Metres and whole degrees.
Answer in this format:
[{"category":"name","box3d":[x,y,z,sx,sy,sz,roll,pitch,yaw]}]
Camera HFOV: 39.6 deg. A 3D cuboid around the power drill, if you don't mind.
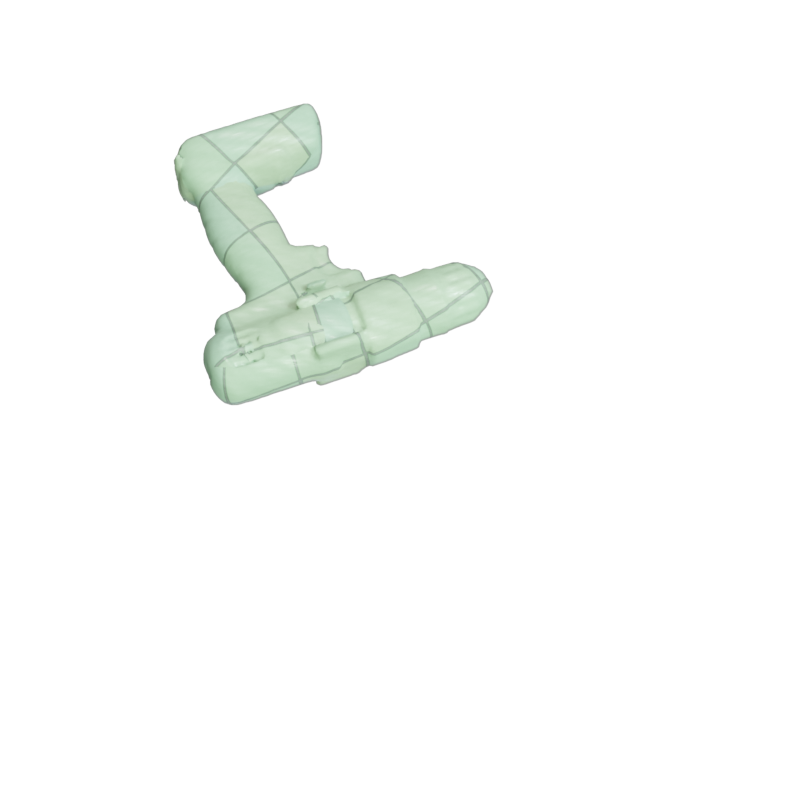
[{"category":"power drill","box3d":[-0.056,-0.102,0.716,0.183,0.201,0.054,-18,-30,-11]}]
